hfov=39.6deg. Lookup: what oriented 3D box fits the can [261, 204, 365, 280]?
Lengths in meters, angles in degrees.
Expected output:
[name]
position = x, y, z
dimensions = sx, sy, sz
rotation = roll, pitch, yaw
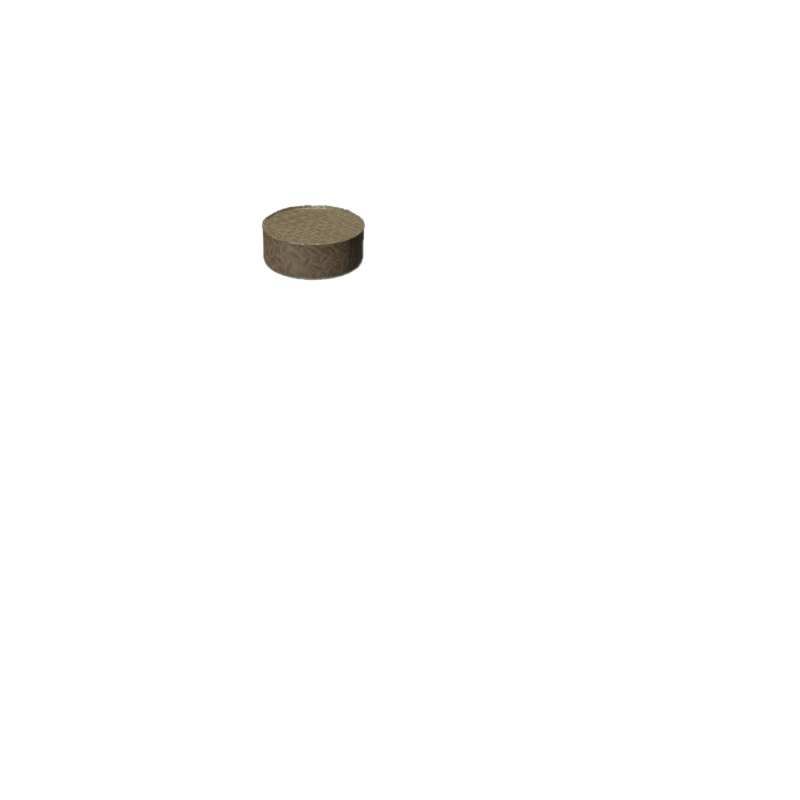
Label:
[can]
position = -0.073, -0.132, 0.928
dimensions = 0.086, 0.032, 0.091
rotation = -1, 29, -2
